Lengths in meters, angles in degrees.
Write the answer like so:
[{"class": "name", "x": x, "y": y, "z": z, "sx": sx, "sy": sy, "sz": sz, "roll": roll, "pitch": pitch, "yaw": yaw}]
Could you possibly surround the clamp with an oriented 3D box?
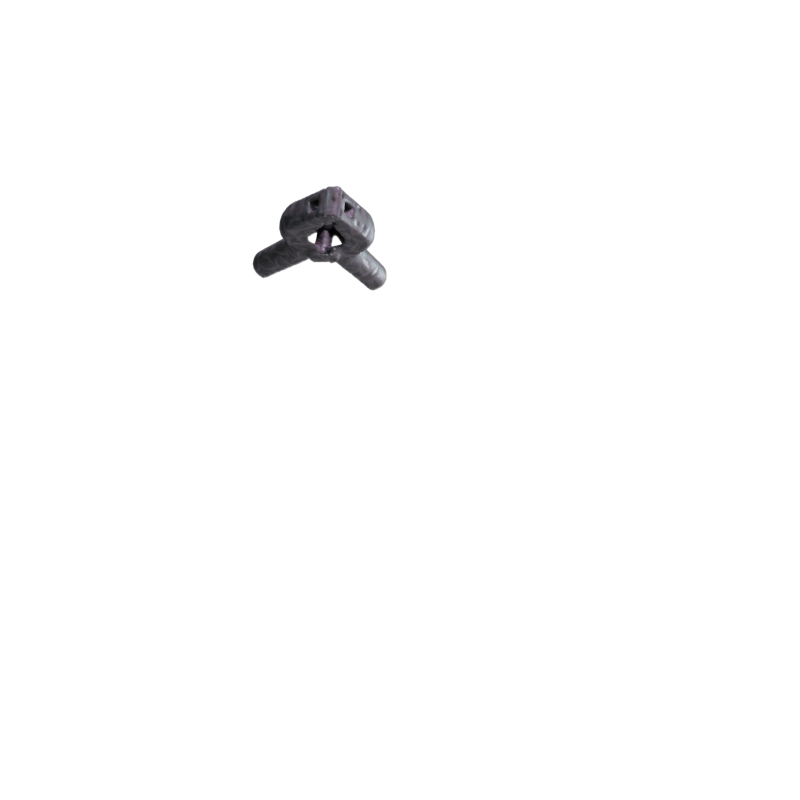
[{"class": "clamp", "x": -0.074, "y": -0.135, "z": 0.945, "sx": 0.121, "sy": 0.041, "sz": 0.162, "roll": -1, "pitch": -19, "yaw": 2}]
